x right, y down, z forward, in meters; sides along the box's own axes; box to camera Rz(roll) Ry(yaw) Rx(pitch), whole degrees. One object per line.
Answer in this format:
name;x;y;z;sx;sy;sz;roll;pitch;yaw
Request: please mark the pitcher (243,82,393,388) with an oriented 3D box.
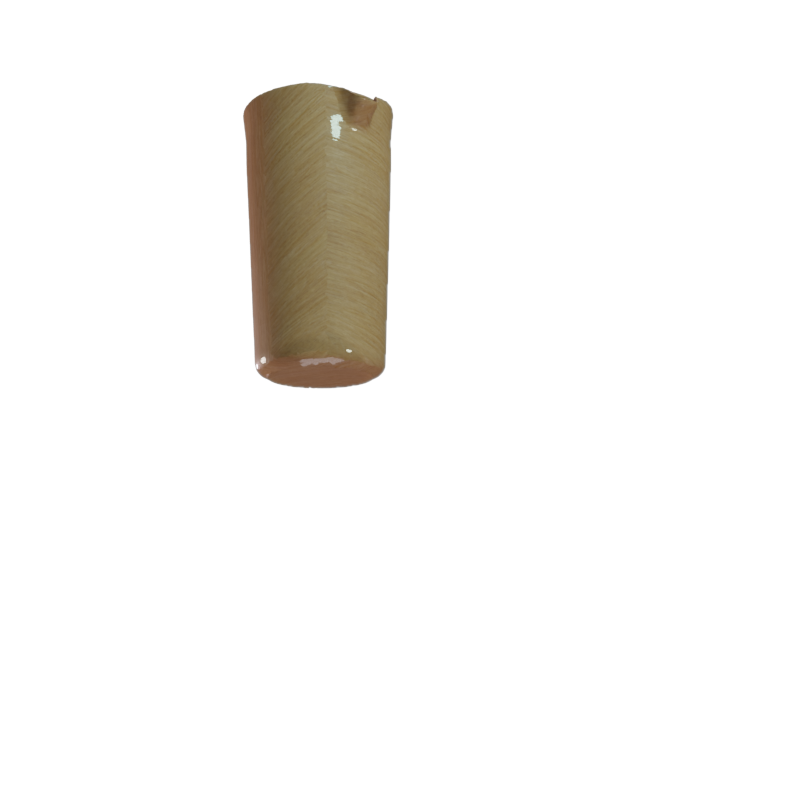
pitcher;-0.075;-0.137;0.956;0.147;0.253;0.141;-4;-17;10
